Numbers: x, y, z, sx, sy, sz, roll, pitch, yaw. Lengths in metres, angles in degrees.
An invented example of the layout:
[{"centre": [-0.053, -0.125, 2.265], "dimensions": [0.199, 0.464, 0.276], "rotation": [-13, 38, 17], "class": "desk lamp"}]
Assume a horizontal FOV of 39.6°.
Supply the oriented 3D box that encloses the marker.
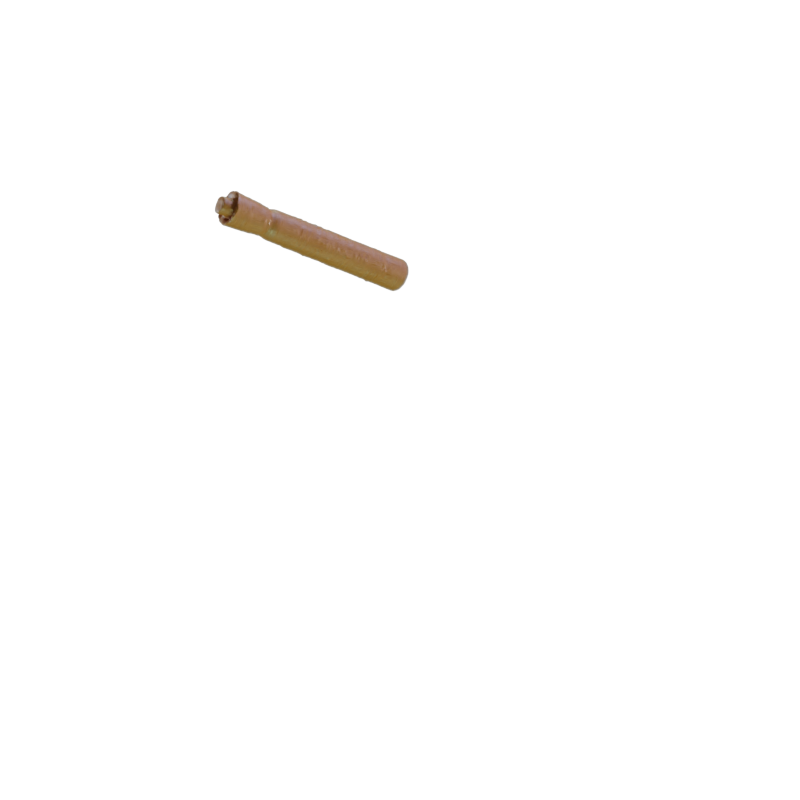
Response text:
[{"centre": [-0.047, -0.085, 0.596], "dimensions": [0.114, 0.020, 0.020], "rotation": [18, -7, -33], "class": "marker"}]
